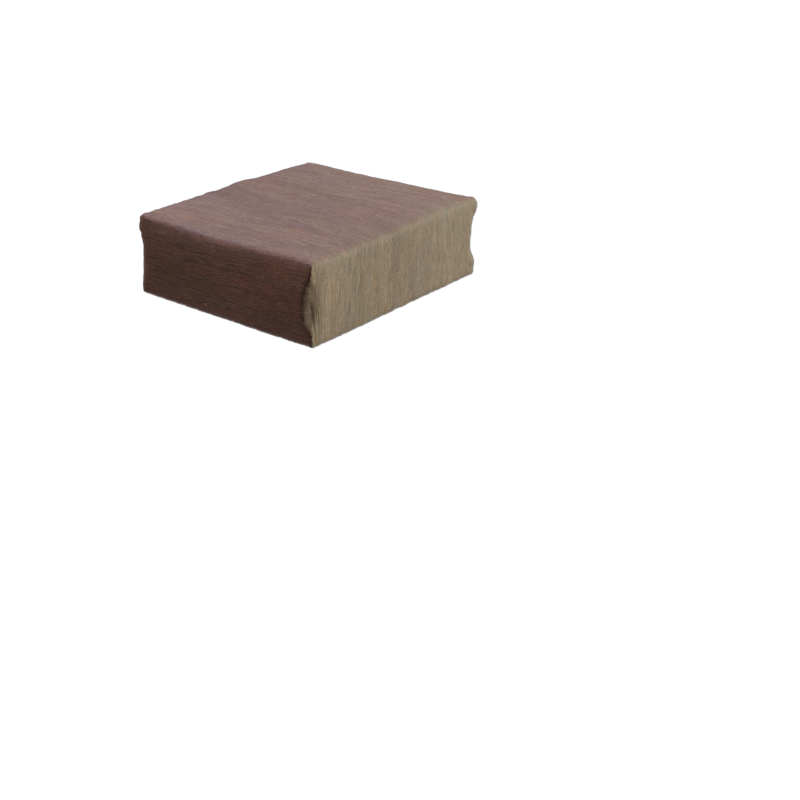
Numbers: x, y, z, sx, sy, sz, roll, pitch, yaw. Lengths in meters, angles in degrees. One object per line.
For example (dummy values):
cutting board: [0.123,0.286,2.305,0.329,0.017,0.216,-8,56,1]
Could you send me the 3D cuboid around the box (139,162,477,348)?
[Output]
box: [-0.028,-0.052,0.364,0.077,0.029,0.089,18,31,33]
